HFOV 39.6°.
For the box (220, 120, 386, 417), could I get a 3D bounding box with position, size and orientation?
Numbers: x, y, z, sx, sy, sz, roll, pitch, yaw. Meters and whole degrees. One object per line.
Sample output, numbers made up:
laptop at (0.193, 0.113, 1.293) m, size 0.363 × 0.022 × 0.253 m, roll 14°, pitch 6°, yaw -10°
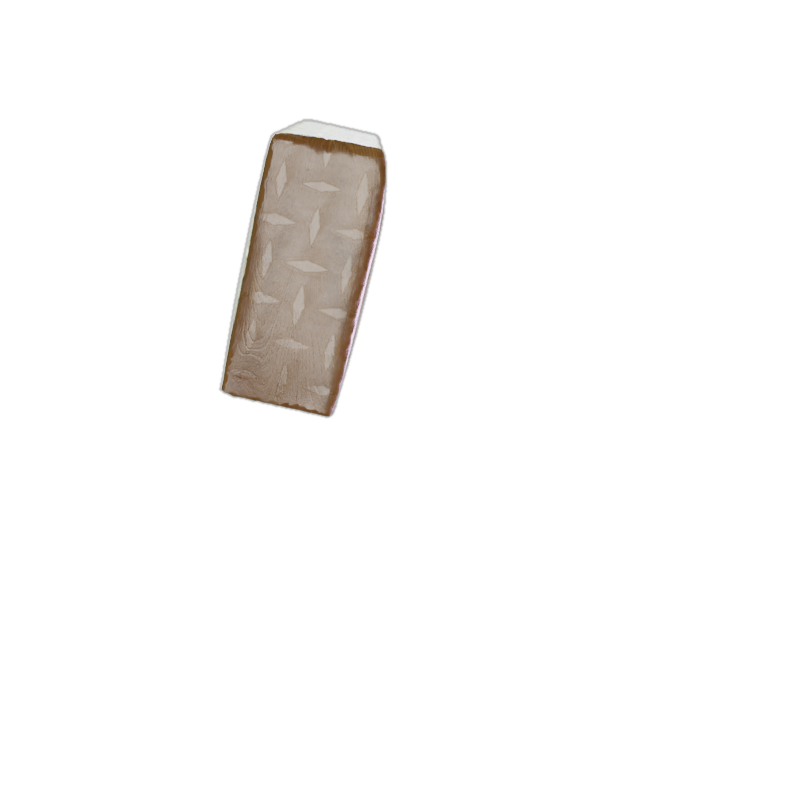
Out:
box at (-0.036, -0.065, 0.453) m, size 0.048 × 0.091 × 0.181 m, roll 12°, pitch 13°, yaw -7°
